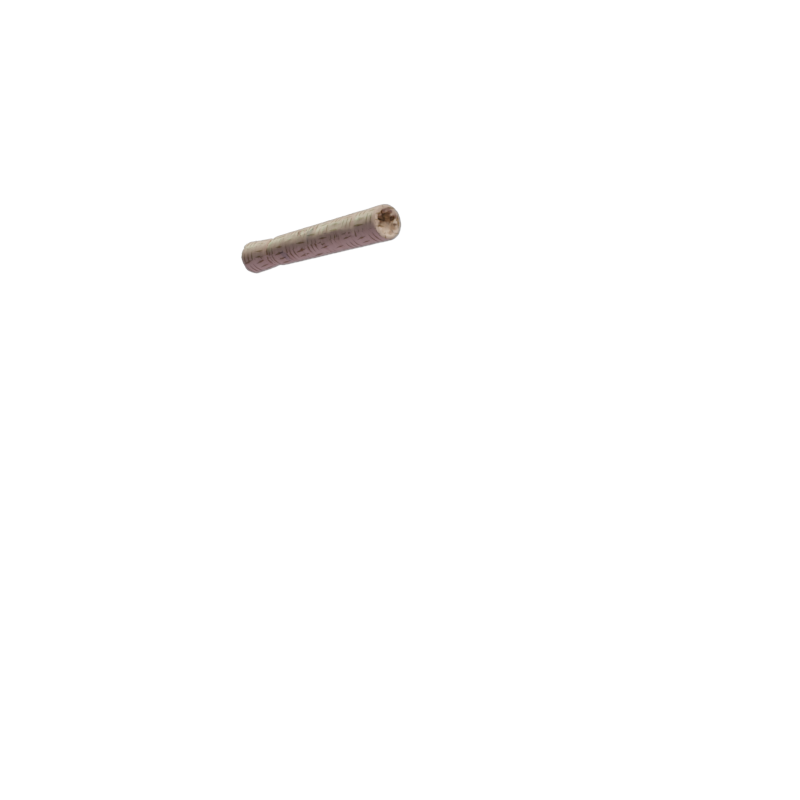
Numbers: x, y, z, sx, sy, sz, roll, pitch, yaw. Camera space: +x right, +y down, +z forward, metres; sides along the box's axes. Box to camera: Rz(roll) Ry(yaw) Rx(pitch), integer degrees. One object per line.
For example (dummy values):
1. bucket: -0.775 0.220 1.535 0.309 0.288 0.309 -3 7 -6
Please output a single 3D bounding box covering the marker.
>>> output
1. marker: -0.047 -0.086 0.601 0.019 0.020 0.124 -3 -1 -42
